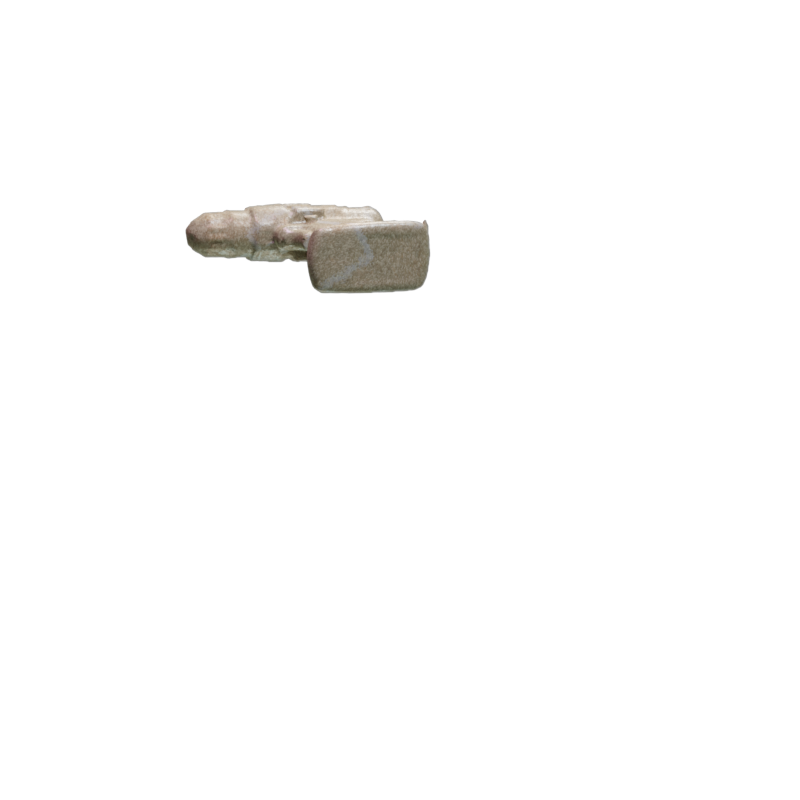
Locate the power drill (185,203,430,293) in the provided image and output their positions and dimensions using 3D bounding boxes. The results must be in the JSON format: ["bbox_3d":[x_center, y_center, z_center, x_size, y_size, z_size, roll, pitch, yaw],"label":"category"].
[{"bbox_3d":[-0.073,-0.134,0.938,0.180,0.056,0.198,-7,18,-22],"label":"power drill"}]
